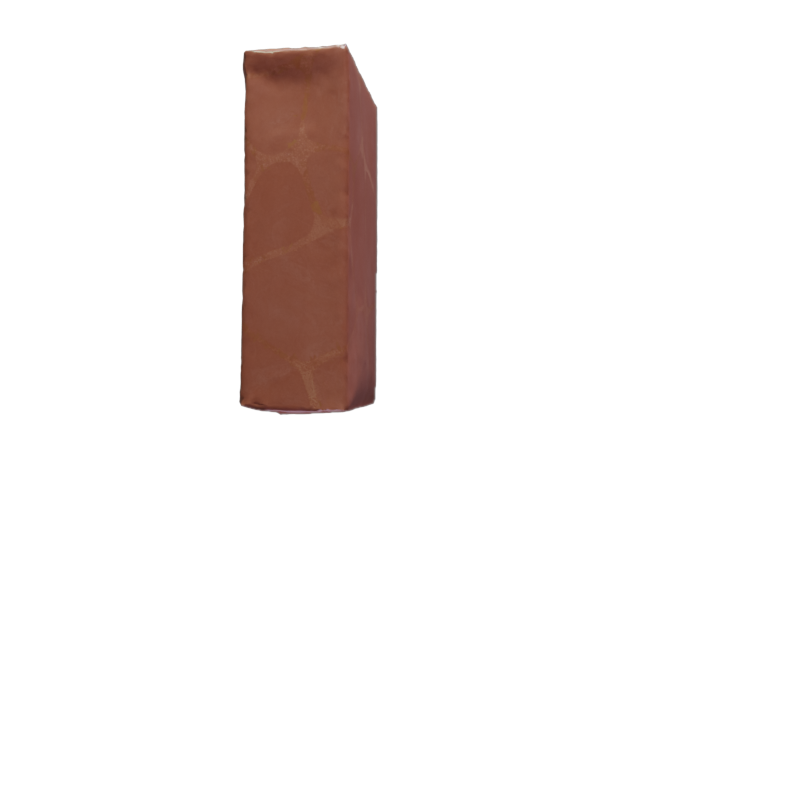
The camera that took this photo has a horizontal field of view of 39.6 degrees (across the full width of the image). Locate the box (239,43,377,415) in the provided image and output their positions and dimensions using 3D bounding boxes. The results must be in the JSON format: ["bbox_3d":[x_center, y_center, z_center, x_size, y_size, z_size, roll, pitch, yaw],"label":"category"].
[{"bbox_3d":[-0.056,-0.101,0.710,0.072,0.217,0.161,-1,-3,5],"label":"box"}]
